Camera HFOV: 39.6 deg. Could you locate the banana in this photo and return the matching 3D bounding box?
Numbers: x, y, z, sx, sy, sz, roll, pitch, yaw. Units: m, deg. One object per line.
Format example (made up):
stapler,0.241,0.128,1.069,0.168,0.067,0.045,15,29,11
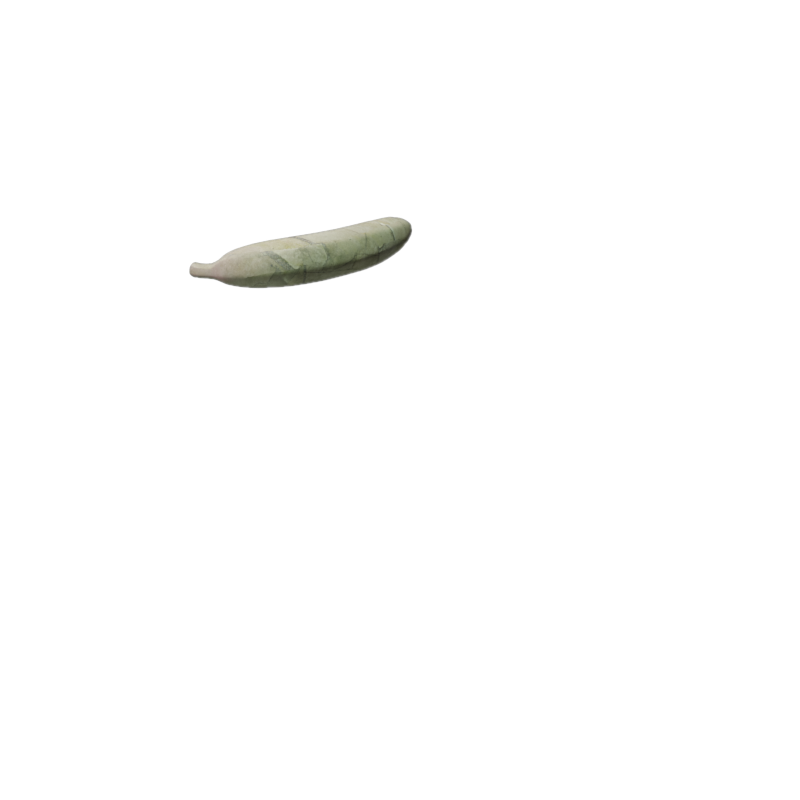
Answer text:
banana,-0.064,-0.120,0.881,0.194,0.035,0.075,-13,29,-25
